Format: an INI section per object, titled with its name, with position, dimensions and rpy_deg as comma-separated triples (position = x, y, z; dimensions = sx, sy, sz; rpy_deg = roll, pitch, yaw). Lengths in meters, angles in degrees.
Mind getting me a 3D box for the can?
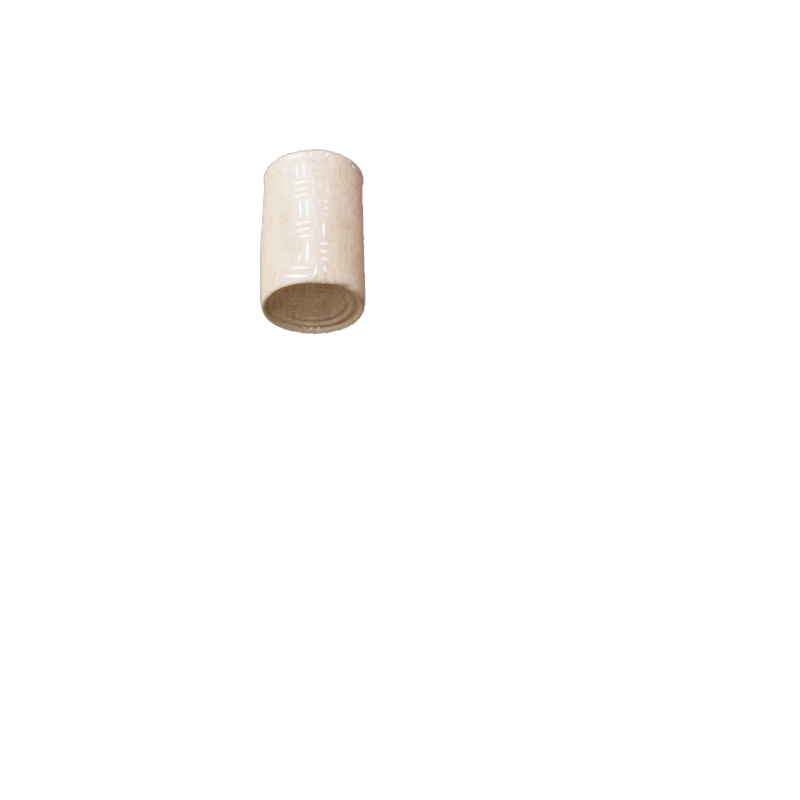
[can]
position = -0.057, -0.103, 0.723
dimensions = 0.068, 0.109, 0.064
rpy_deg = -1, -31, -2
